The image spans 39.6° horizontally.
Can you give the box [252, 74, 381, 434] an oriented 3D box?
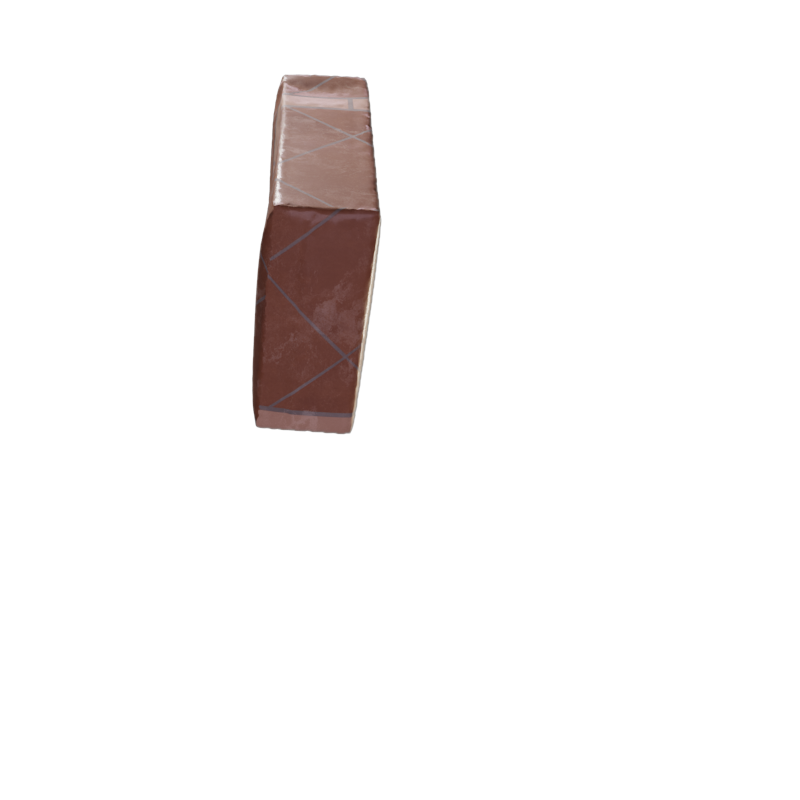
[{"bbox_3d":[-0.059,-0.108,0.758,0.071,0.155,0.228,4,34,-7],"label":"box"}]
